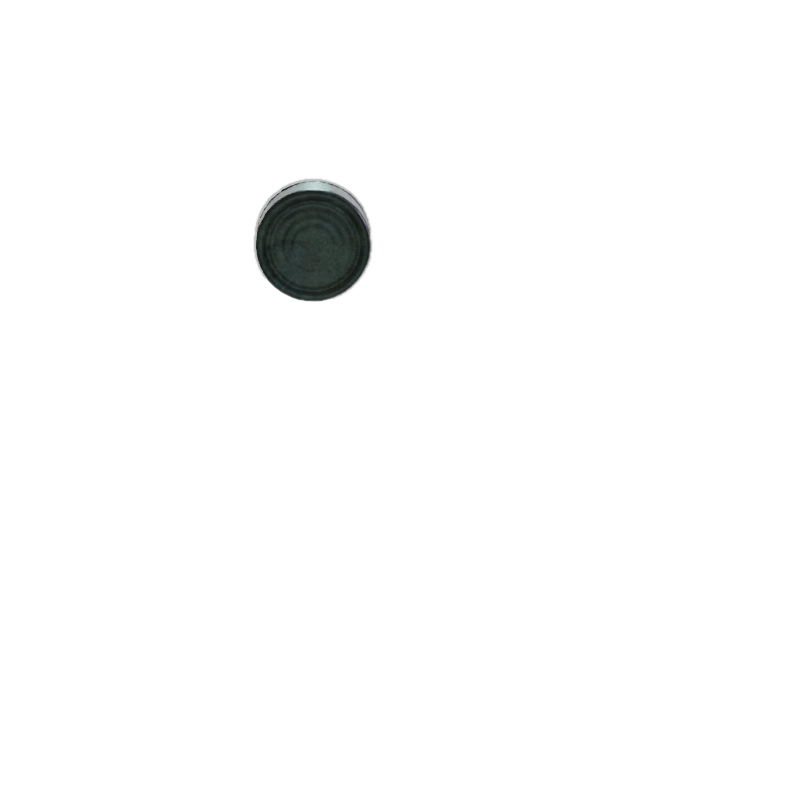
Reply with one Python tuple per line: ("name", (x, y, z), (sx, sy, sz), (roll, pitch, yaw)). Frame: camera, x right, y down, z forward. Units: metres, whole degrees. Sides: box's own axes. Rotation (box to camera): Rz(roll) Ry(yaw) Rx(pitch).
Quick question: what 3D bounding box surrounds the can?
("can", (-0.064, -0.116, 0.815), (0.086, 0.083, 0.035), (0, 16, -1))
